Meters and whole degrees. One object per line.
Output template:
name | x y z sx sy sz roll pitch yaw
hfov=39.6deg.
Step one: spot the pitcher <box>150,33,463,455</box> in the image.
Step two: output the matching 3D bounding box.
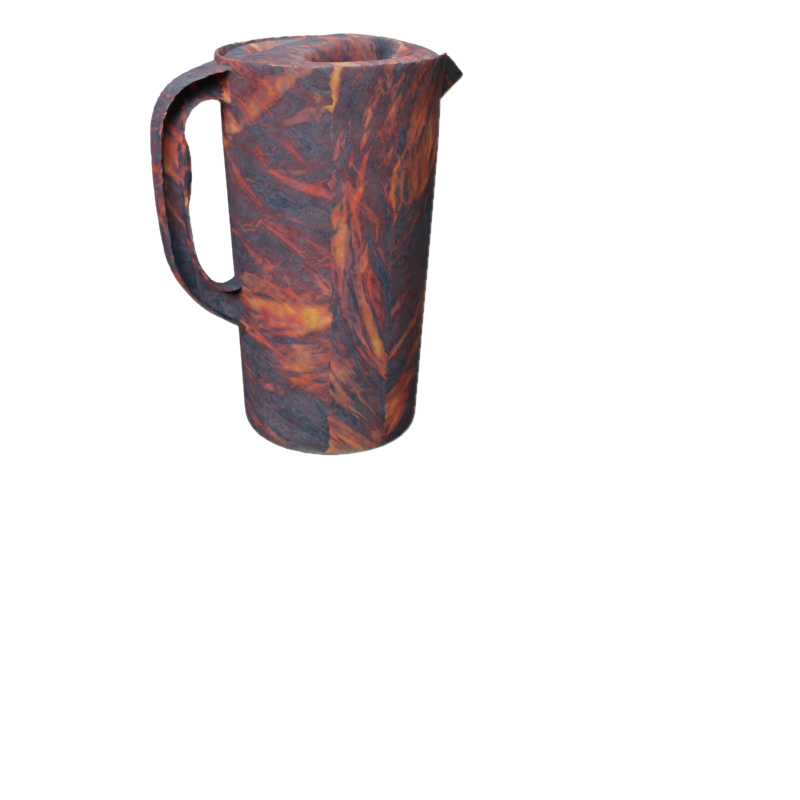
pitcher | -0.052 -0.095 0.664 0.154 0.233 0.147 8 21 18
